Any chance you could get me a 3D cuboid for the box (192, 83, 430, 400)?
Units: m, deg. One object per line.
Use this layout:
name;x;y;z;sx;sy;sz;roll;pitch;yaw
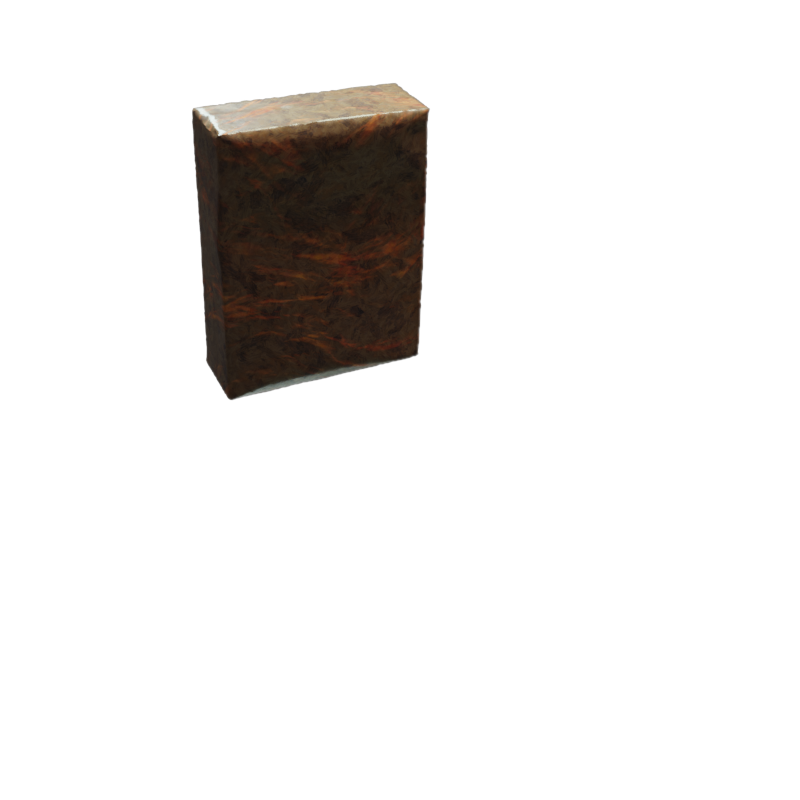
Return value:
box;-0.065;-0.119;0.836;0.161;0.202;0.077;-11;31;-21
